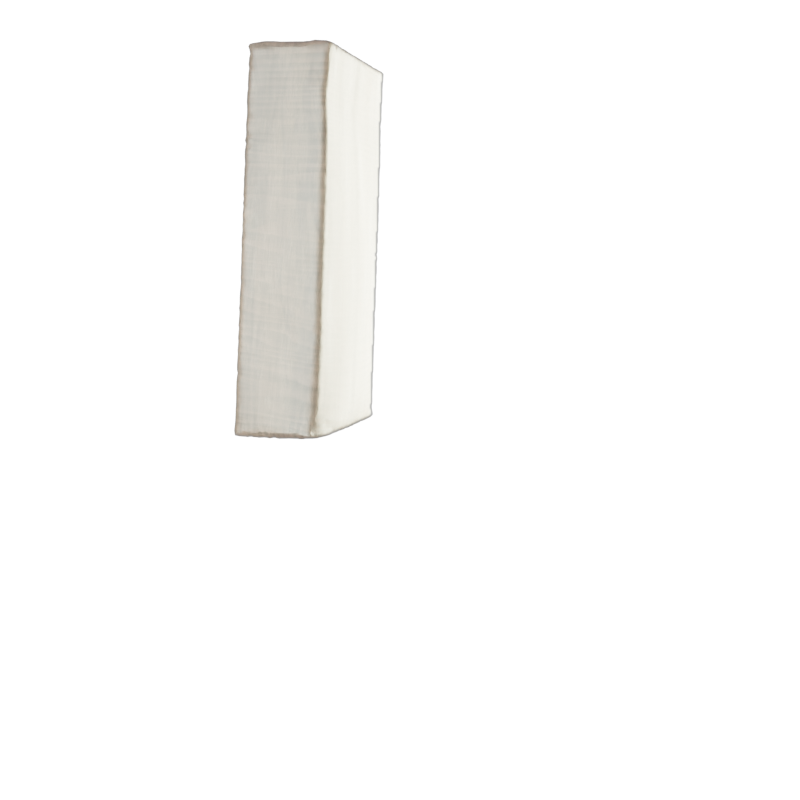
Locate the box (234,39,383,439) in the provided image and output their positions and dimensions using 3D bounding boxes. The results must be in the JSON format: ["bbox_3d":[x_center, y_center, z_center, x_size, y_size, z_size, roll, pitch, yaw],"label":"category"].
[{"bbox_3d":[-0.042,-0.075,0.527,0.049,0.177,0.091,0,0,15],"label":"box"}]
